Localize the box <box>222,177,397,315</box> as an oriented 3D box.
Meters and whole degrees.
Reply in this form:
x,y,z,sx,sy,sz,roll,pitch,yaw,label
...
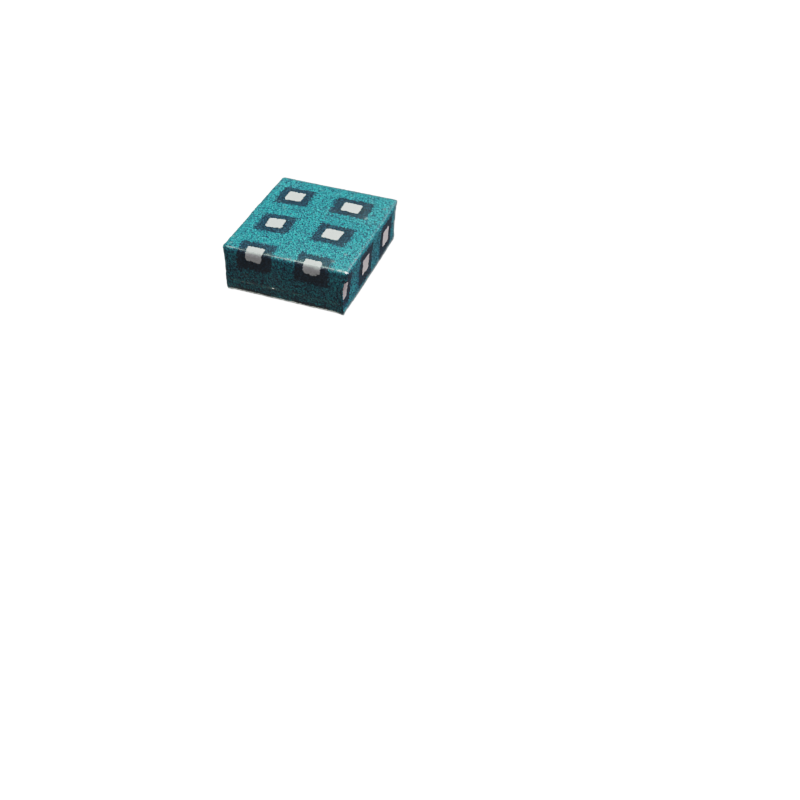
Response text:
x,y,z,sx,sy,sz,roll,pitch,yaw,label
-0.061,-0.111,0.776,0.092,0.036,0.118,12,39,14,box
